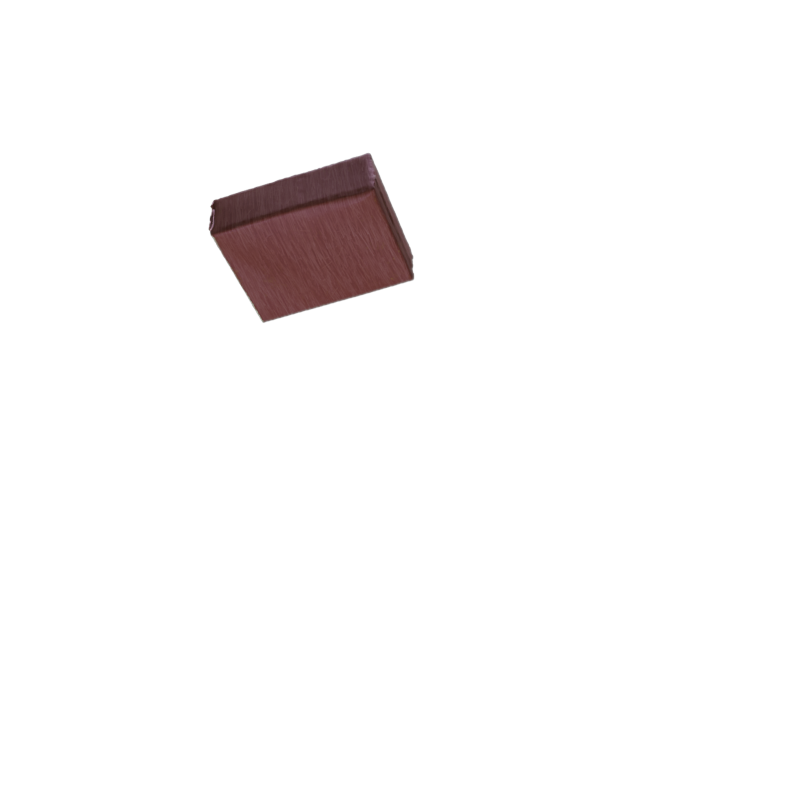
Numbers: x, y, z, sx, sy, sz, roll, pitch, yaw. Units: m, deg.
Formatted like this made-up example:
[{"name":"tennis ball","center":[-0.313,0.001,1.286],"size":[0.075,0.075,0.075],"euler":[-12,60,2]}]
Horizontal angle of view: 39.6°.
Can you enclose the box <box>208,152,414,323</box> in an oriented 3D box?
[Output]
[{"name":"box","center":[-0.057,-0.104,0.729],"size":[0.114,0.042,0.083],"euler":[-13,-43,13]}]
